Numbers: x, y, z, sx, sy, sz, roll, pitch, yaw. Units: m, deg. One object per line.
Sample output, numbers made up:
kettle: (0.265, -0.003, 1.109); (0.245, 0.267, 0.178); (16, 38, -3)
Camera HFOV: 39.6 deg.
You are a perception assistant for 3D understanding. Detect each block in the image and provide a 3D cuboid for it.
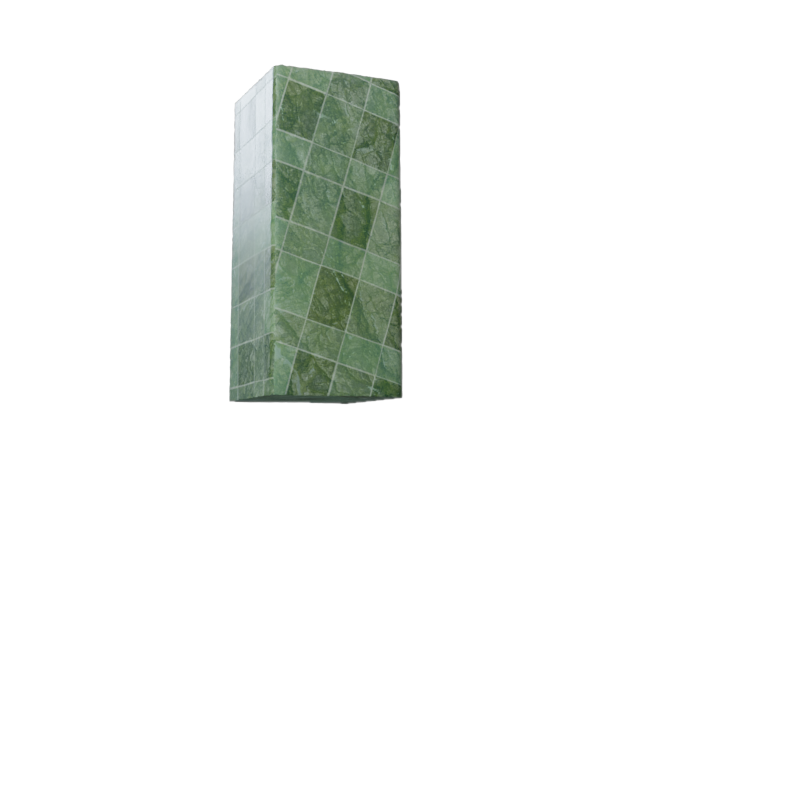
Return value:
block: (-0.056, -0.104, 0.729); (0.087, 0.211, 0.091); (4, -10, -24)
